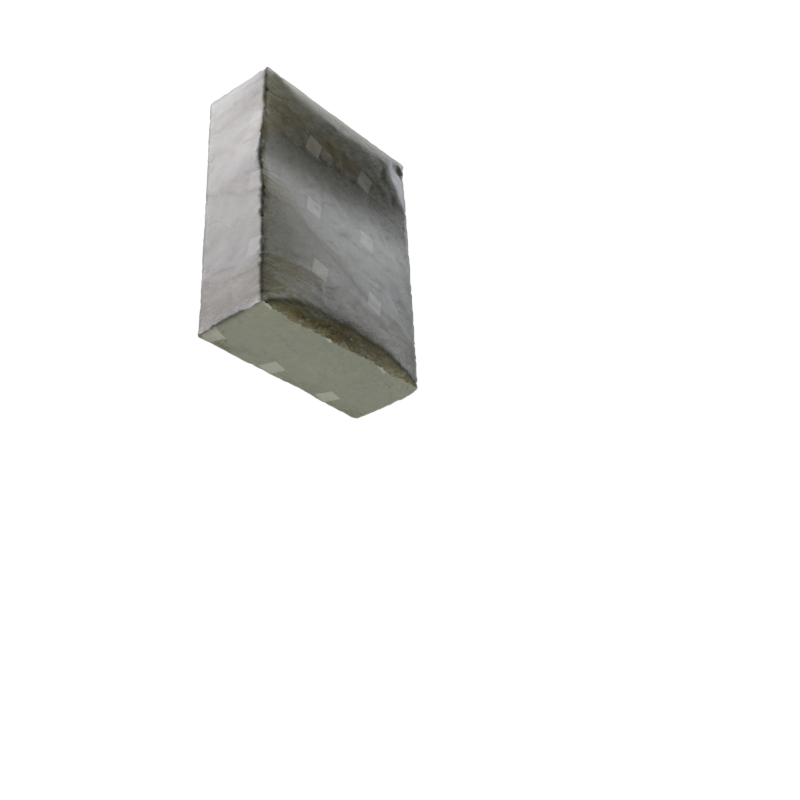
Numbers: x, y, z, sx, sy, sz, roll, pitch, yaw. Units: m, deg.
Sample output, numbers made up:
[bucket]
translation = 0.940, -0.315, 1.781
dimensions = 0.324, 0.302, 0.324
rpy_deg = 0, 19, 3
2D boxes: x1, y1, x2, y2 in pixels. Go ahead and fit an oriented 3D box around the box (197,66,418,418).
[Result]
[box]
translation = -0.064, -0.117, 0.819
dimensions = 0.072, 0.229, 0.153
rpy_deg = -28, -41, 33
